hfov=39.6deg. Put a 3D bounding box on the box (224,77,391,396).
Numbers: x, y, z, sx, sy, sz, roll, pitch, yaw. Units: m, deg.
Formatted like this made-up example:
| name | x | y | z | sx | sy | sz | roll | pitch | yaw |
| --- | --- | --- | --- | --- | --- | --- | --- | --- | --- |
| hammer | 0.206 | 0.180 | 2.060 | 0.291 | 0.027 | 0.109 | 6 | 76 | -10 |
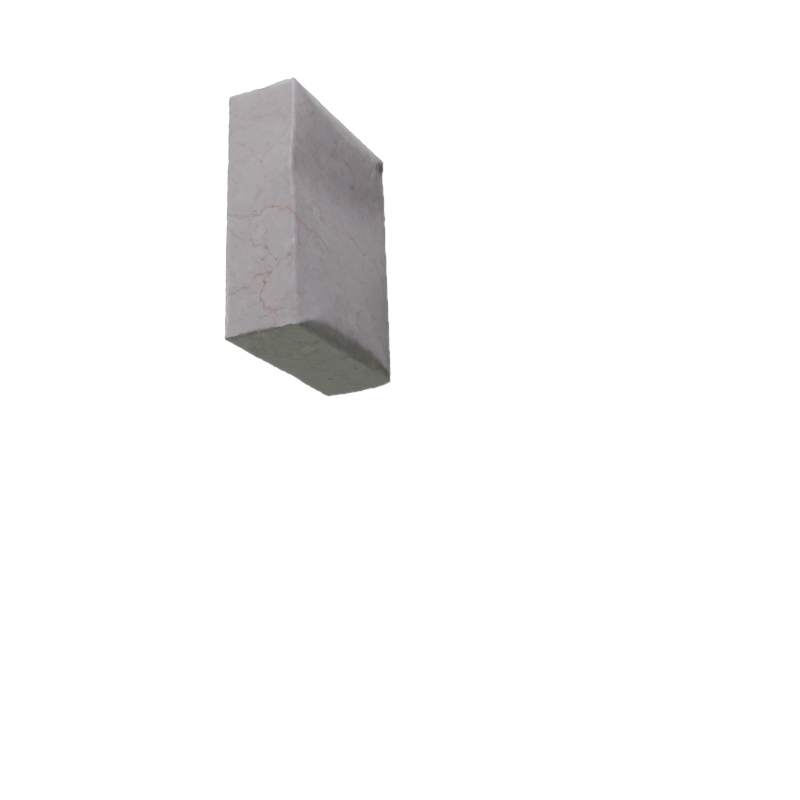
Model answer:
| name | x | y | z | sx | sy | sz | roll | pitch | yaw |
| --- | --- | --- | --- | --- | --- | --- | --- | --- | --- |
| box | -0.071 | -0.129 | 0.905 | 0.073 | 0.225 | 0.153 | -13 | -25 | 24 |
